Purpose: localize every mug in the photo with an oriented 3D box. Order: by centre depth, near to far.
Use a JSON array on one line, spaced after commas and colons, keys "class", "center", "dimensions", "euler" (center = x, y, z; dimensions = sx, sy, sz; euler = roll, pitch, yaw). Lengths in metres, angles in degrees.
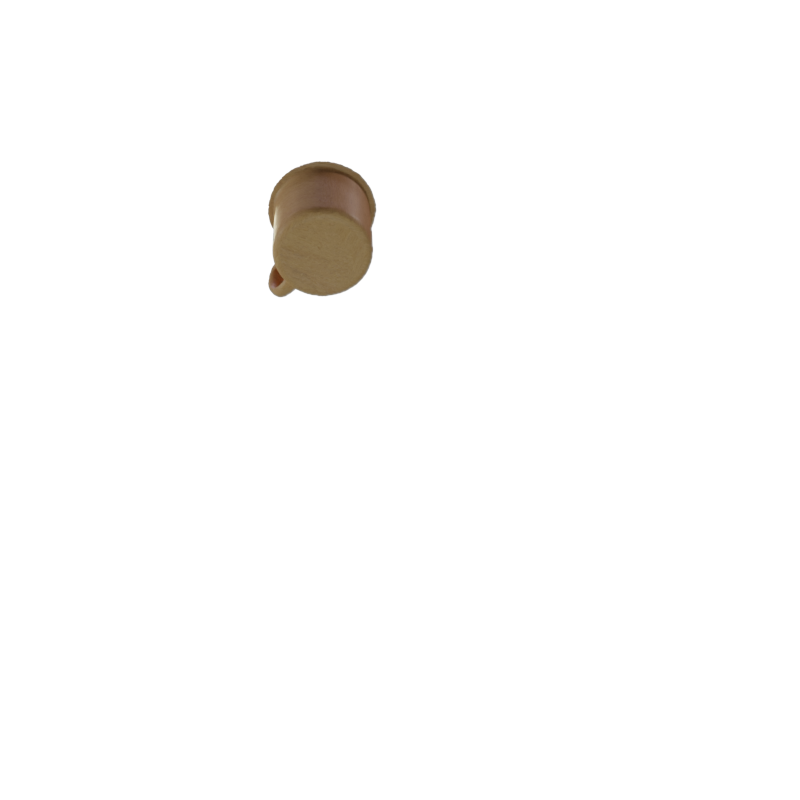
[{"class": "mug", "center": [-0.073, -0.133, 0.928], "dimensions": [0.089, 0.115, 0.087], "euler": [36, 25, -22]}]
